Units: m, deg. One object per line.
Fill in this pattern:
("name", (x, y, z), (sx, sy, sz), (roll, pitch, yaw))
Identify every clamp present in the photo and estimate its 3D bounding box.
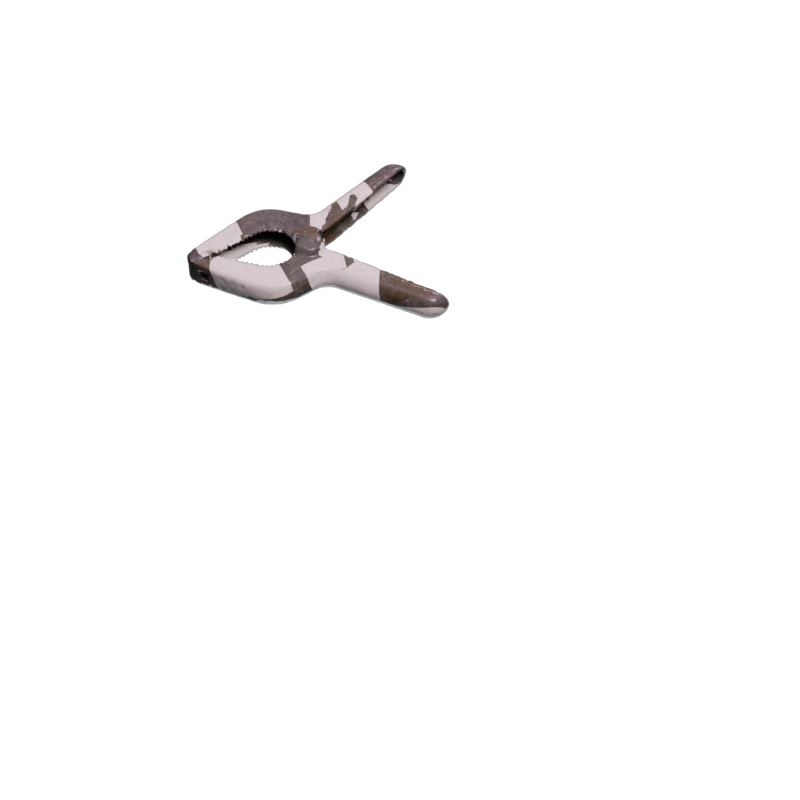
("clamp", (-0.073, -0.134, 0.936), (0.209, 0.177, 0.034), (-3, -38, -3))
